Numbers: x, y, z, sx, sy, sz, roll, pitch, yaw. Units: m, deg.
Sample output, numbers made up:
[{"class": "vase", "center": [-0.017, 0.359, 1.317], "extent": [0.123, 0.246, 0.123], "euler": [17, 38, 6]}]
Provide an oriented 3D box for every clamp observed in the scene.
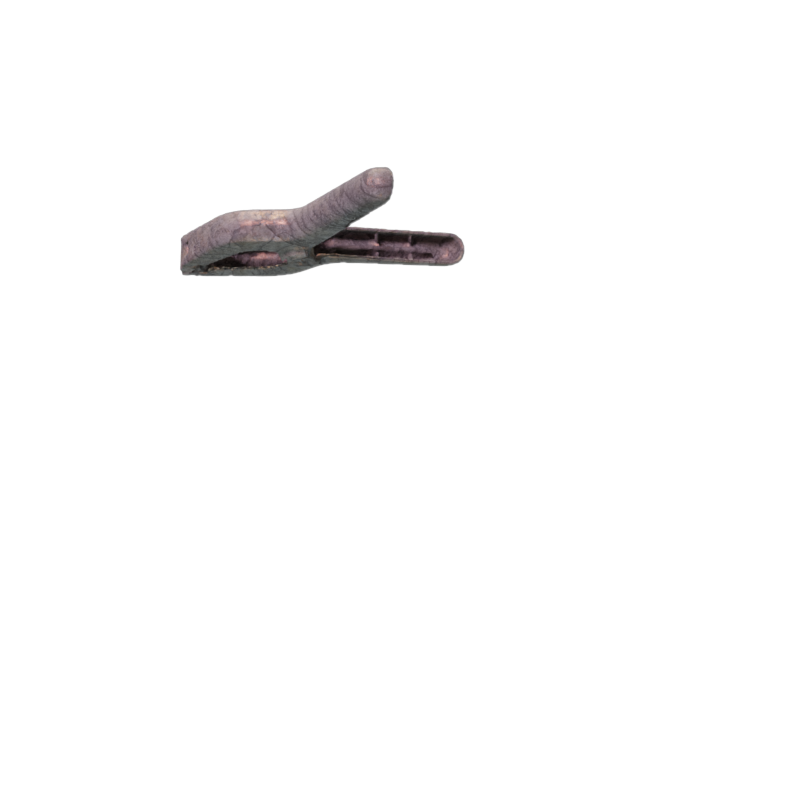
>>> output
[{"class": "clamp", "center": [-0.064, -0.117, 0.819], "extent": [0.215, 0.038, 0.155], "euler": [-7, -15, 28]}]
